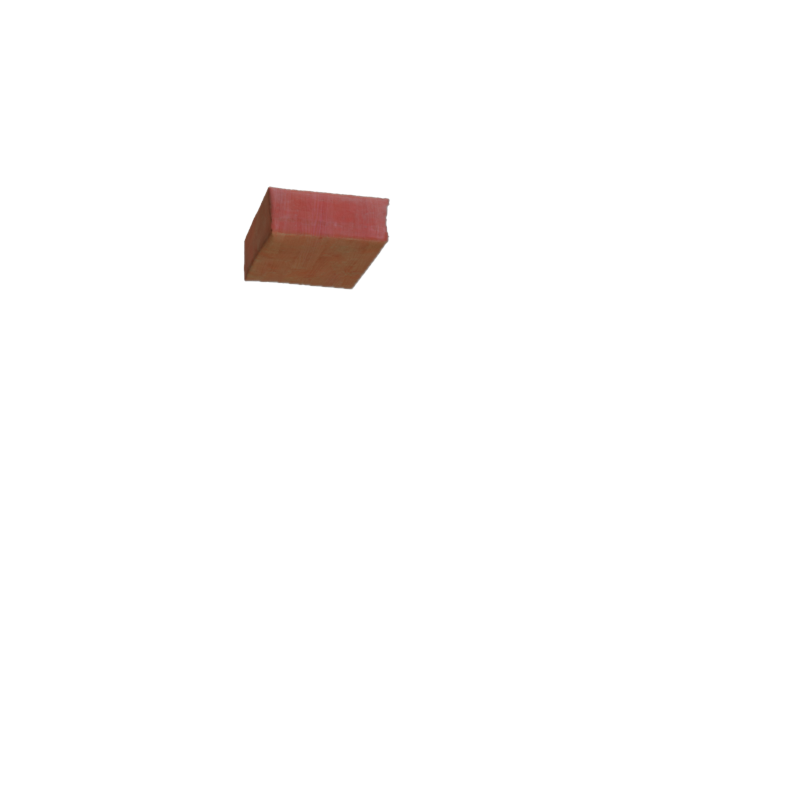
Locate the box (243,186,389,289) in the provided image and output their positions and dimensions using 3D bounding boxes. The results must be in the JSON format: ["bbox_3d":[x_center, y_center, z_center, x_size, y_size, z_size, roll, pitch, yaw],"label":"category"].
[{"bbox_3d":[-0.065,-0.118,0.830,0.088,0.040,0.111,3,-13,-15],"label":"box"}]
